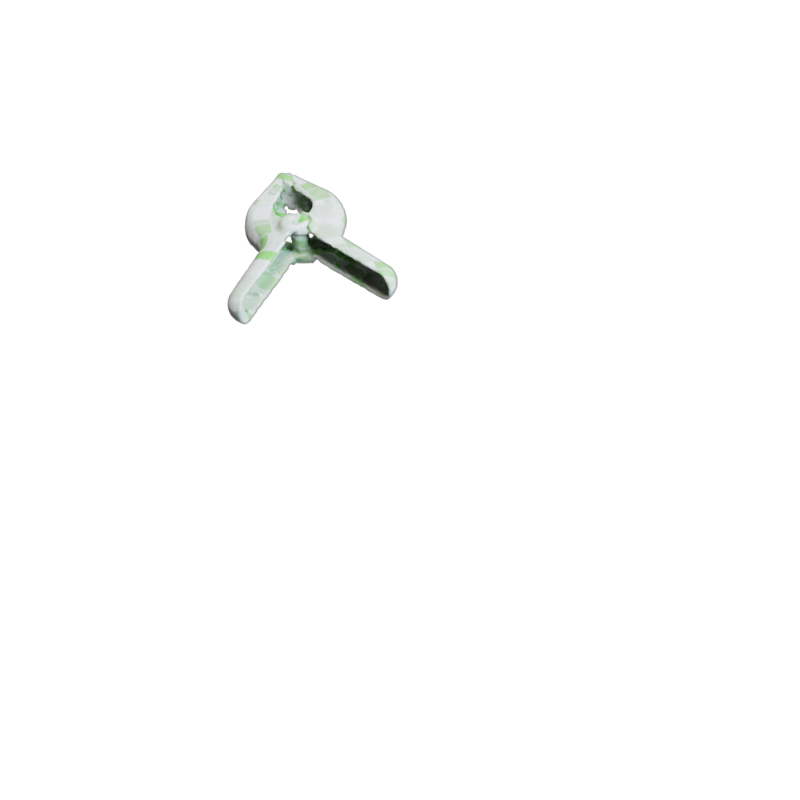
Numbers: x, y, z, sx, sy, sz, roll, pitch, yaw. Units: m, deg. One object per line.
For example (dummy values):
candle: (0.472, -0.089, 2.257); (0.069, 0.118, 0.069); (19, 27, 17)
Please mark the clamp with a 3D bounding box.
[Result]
clamp: (-0.066, -0.120, 0.837); (0.120, 0.037, 0.184); (-1, 41, -2)
